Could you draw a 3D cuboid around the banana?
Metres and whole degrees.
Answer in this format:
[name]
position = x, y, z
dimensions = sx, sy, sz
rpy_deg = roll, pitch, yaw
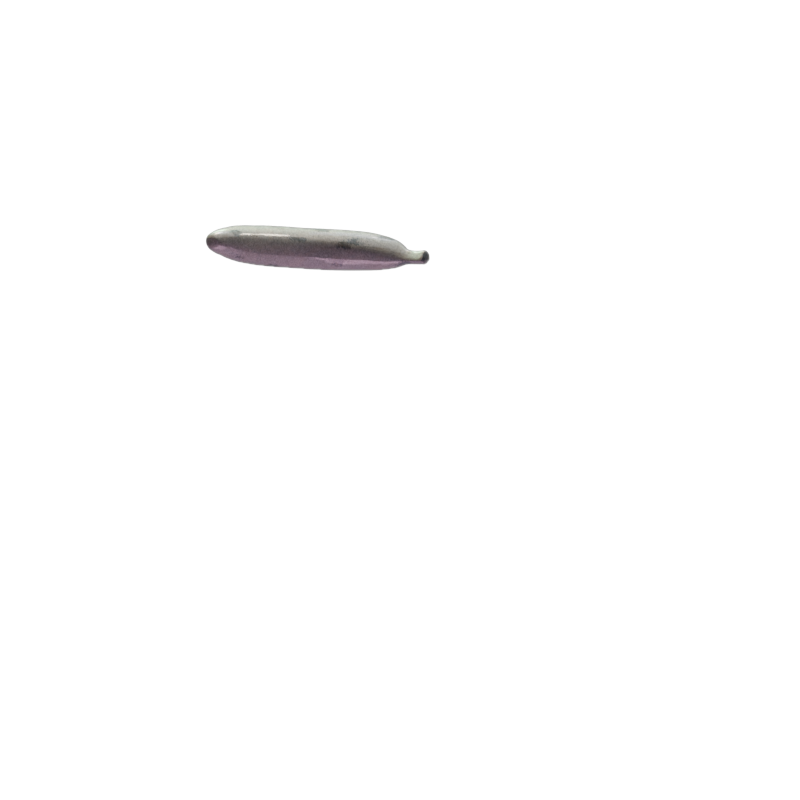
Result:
[banana]
position = -0.078, -0.138, 0.991
dimensions = 0.194, 0.038, 0.069
rpy_deg = 1, -5, -13
